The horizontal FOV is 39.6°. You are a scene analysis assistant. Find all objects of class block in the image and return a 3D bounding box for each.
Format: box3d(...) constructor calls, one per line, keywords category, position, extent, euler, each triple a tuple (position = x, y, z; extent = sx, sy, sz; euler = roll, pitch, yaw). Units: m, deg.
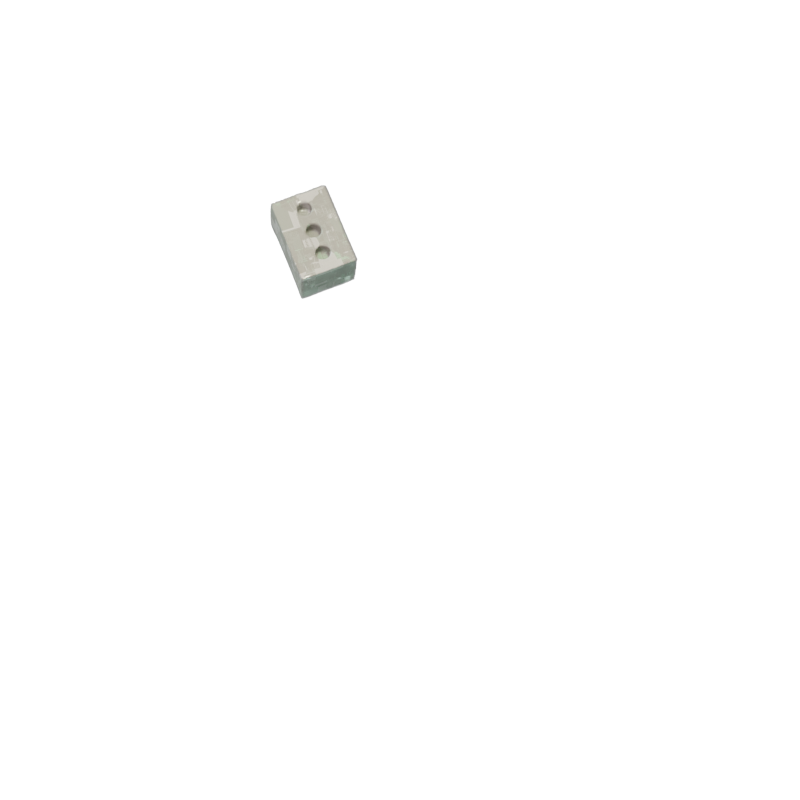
box3d(category="block", position=(-0.076, -0.138, 0.967), extent=(0.052, 0.082, 0.049), euler=(-21, -19, -9))
